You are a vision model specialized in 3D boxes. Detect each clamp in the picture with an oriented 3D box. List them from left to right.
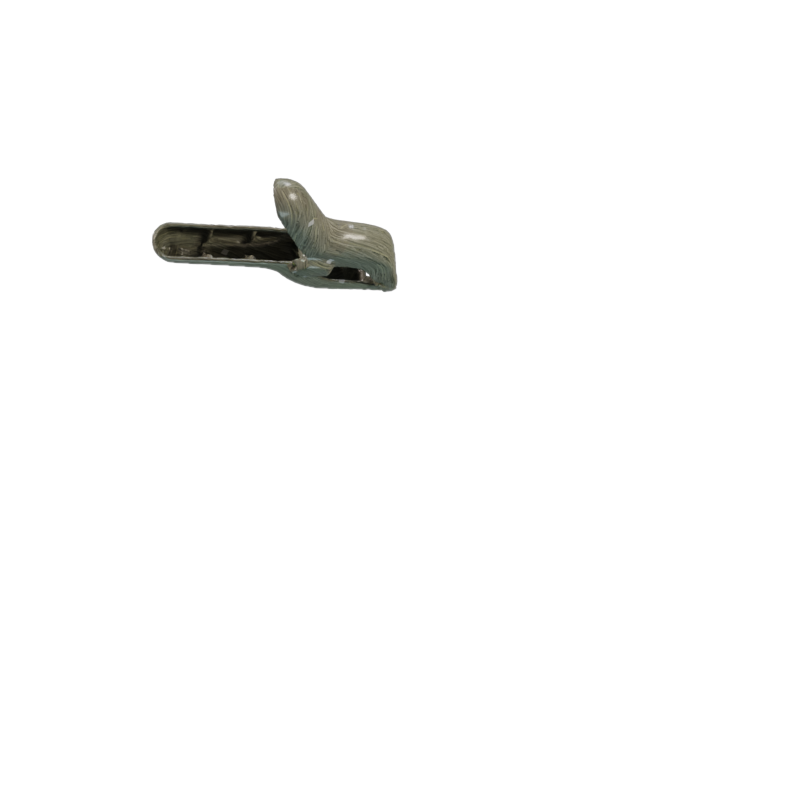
[{"bbox_3d":[-0.054,-0.099,0.693,0.164,0.040,0.123,4,-7,-40],"label":"clamp"}]
